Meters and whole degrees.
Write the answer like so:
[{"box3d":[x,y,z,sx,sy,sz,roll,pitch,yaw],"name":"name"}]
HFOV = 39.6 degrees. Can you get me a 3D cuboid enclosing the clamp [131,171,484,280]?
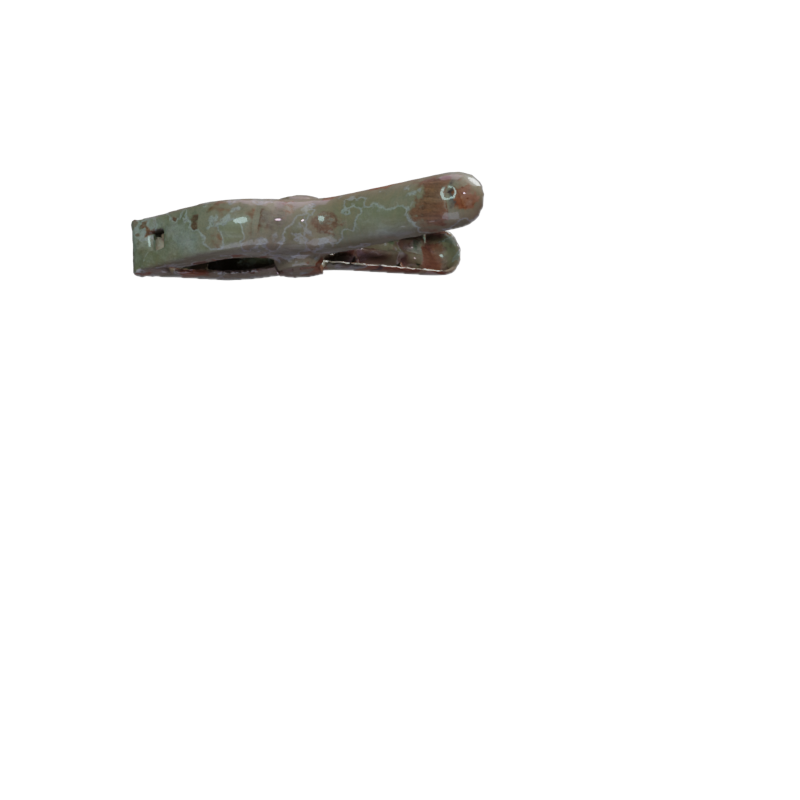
[{"box3d":[-0.043,-0.078,0.549,0.173,0.041,0.114,-2,-13,9],"name":"clamp"}]
